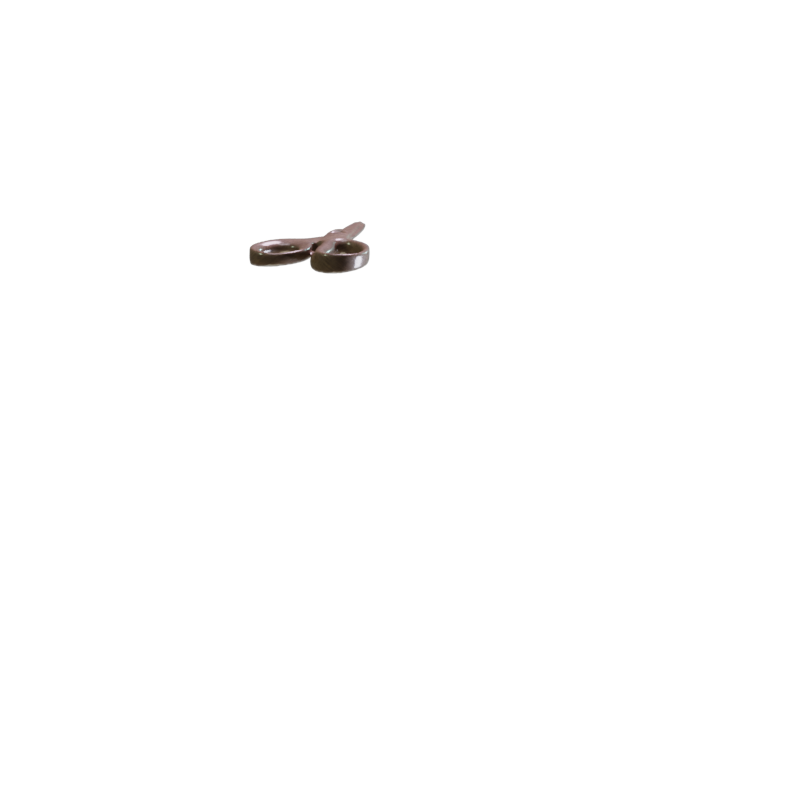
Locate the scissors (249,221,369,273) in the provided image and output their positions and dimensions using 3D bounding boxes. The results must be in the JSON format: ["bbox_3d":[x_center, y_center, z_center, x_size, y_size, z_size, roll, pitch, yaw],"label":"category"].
[{"bbox_3d":[-0.068,-0.123,0.863,0.096,0.015,0.209,-1,16,-5],"label":"scissors"}]
